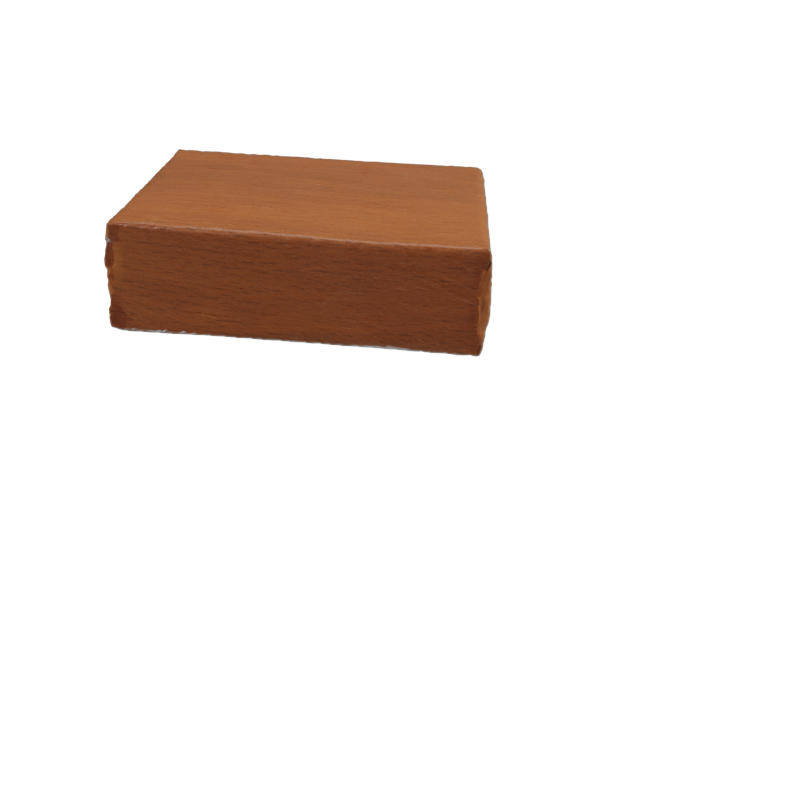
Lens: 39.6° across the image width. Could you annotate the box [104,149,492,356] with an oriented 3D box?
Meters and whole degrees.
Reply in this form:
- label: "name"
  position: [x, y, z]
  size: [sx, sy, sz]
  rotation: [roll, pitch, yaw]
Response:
- label: "box"
  position: [-0.028, -0.051, 0.357]
  size: [0.114, 0.037, 0.093]
  rotation: [2, 24, 4]
